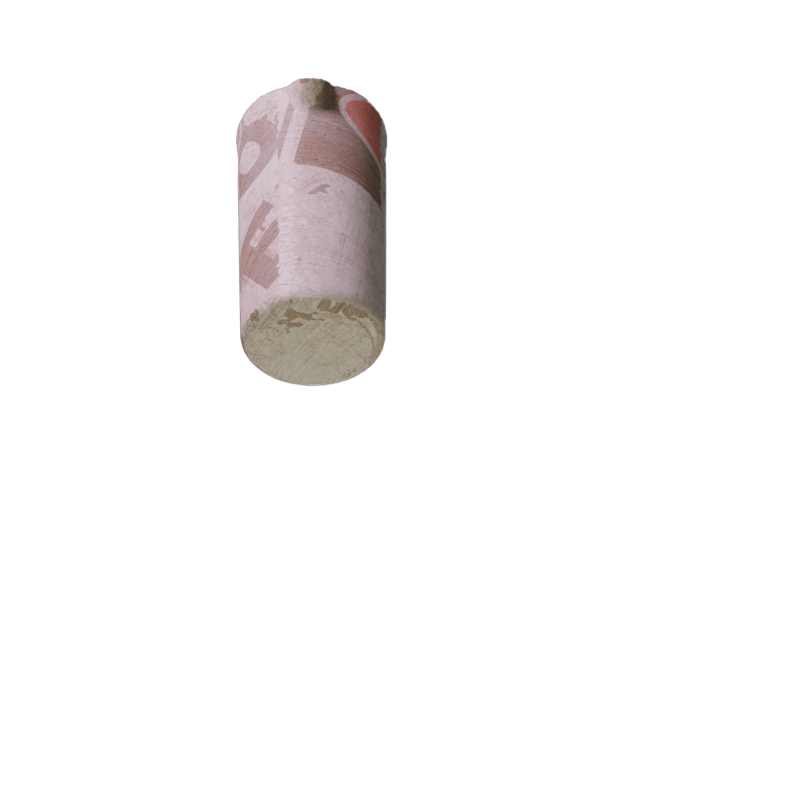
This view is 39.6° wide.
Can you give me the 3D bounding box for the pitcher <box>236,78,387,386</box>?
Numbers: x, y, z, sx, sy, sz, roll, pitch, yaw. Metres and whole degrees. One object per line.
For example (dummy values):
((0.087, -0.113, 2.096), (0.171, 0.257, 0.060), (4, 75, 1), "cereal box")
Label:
((-0.071, -0.129, 0.905), (0.144, 0.261, 0.140), (-32, -49, 30), "pitcher")
